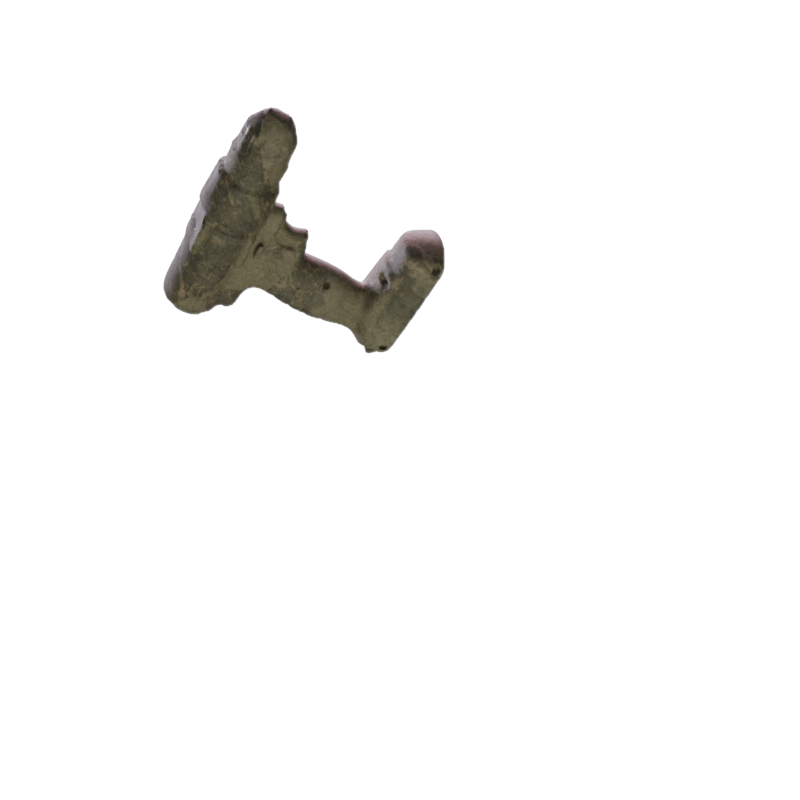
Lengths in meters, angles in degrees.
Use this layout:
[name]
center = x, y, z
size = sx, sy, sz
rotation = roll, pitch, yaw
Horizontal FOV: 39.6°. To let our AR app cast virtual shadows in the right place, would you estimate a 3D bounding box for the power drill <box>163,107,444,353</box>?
[power drill]
center = -0.065, -0.119, 0.831
size = 0.181, 0.062, 0.178
rotation = 20, -51, -18
